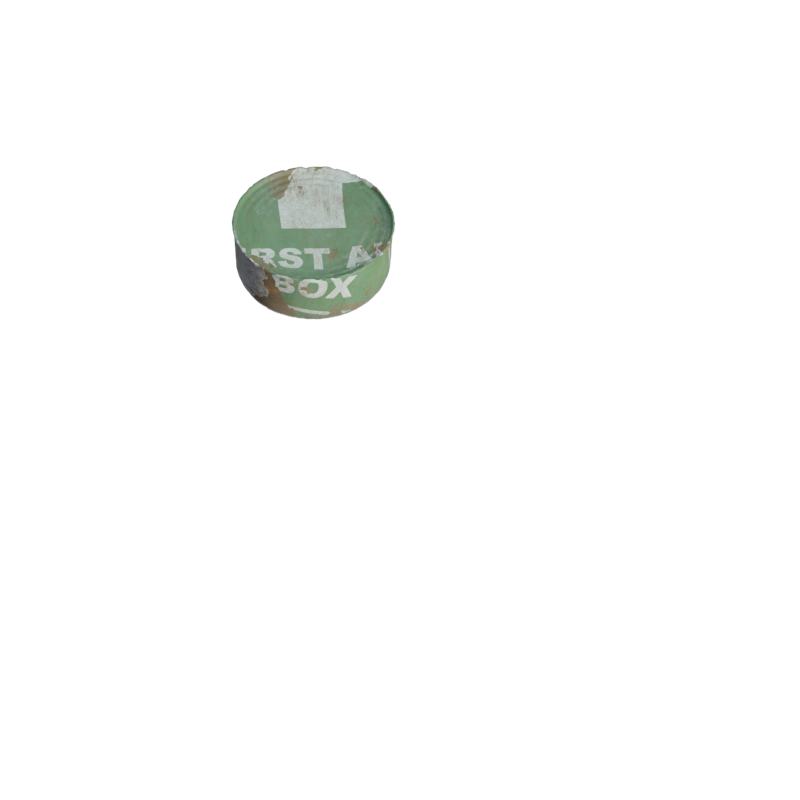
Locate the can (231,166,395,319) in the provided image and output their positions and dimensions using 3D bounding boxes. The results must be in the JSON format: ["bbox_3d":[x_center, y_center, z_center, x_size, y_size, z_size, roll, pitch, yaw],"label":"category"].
[{"bbox_3d":[-0.047,-0.085,0.595,0.086,0.092,0.031,-1,-40,-1],"label":"can"}]
